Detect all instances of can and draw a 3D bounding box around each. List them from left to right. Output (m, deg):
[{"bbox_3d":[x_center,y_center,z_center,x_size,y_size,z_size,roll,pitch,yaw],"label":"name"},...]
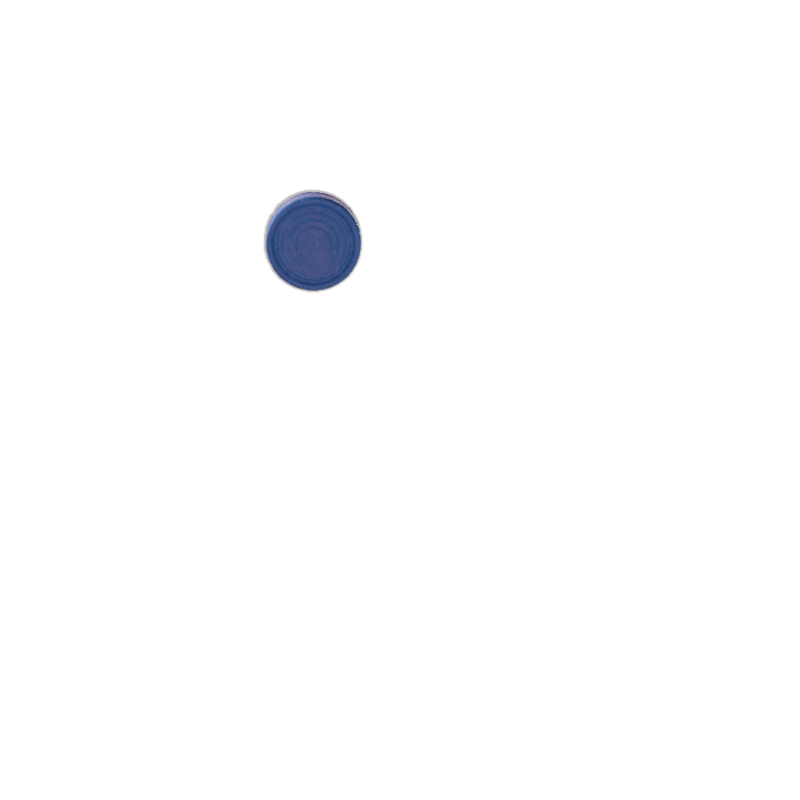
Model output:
[{"bbox_3d":[-0.077,-0.140,0.980,0.086,0.084,0.034,0,11,-1],"label":"can"}]
